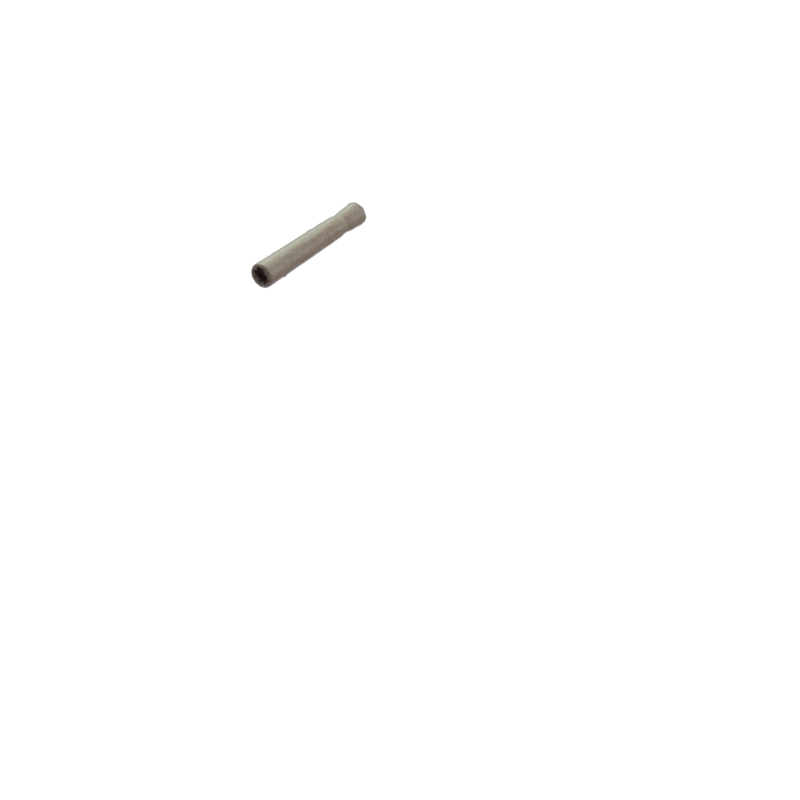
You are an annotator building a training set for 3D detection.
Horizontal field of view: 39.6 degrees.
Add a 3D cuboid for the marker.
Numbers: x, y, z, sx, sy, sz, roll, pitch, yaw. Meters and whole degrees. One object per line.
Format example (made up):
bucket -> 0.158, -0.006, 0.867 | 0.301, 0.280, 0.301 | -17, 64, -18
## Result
marker -> -0.063, -0.115, 0.808 | 0.021, 0.019, 0.122 | 2, 31, 37
